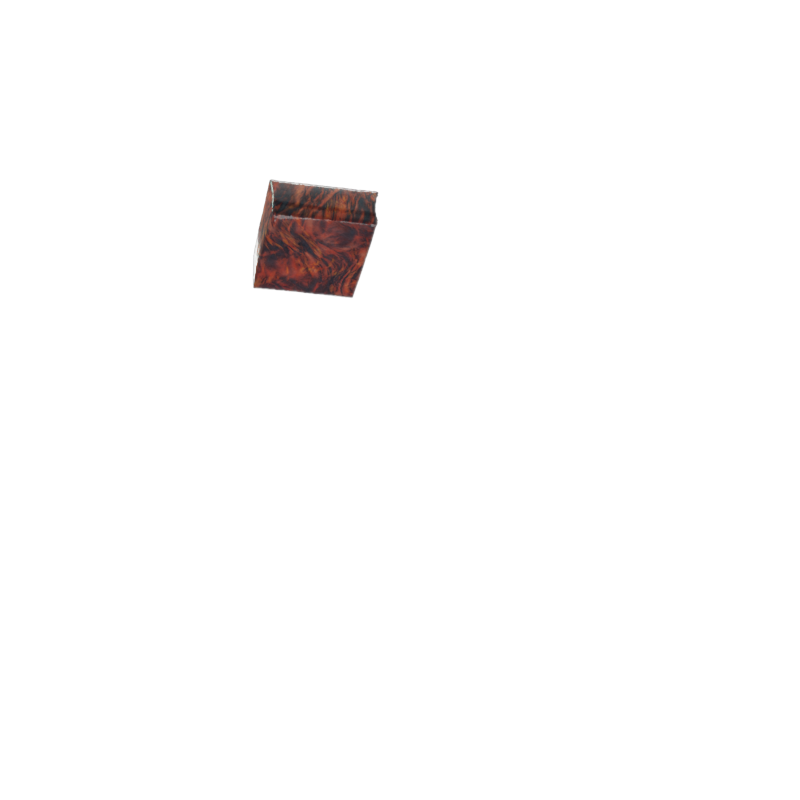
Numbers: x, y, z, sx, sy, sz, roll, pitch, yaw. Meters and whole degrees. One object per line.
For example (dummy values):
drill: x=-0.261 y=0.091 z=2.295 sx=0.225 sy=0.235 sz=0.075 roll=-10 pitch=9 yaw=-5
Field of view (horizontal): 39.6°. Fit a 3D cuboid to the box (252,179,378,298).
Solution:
box: x=-0.073 y=-0.132 z=0.925 sx=0.088 sy=0.041 sz=0.108 roll=6 pitch=-30 yaw=-11
